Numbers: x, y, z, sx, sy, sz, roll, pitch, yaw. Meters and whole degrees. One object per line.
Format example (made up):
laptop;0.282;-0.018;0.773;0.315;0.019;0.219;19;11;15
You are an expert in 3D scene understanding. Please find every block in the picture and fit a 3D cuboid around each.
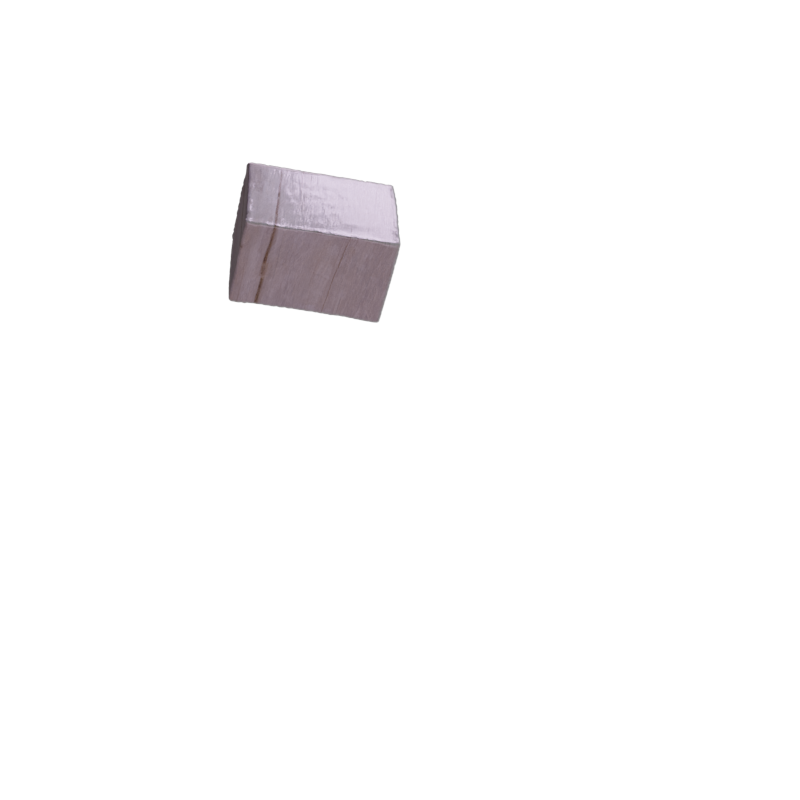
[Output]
block;-0.044;-0.079;0.556;0.077;0.050;0.055;9;41;-9
